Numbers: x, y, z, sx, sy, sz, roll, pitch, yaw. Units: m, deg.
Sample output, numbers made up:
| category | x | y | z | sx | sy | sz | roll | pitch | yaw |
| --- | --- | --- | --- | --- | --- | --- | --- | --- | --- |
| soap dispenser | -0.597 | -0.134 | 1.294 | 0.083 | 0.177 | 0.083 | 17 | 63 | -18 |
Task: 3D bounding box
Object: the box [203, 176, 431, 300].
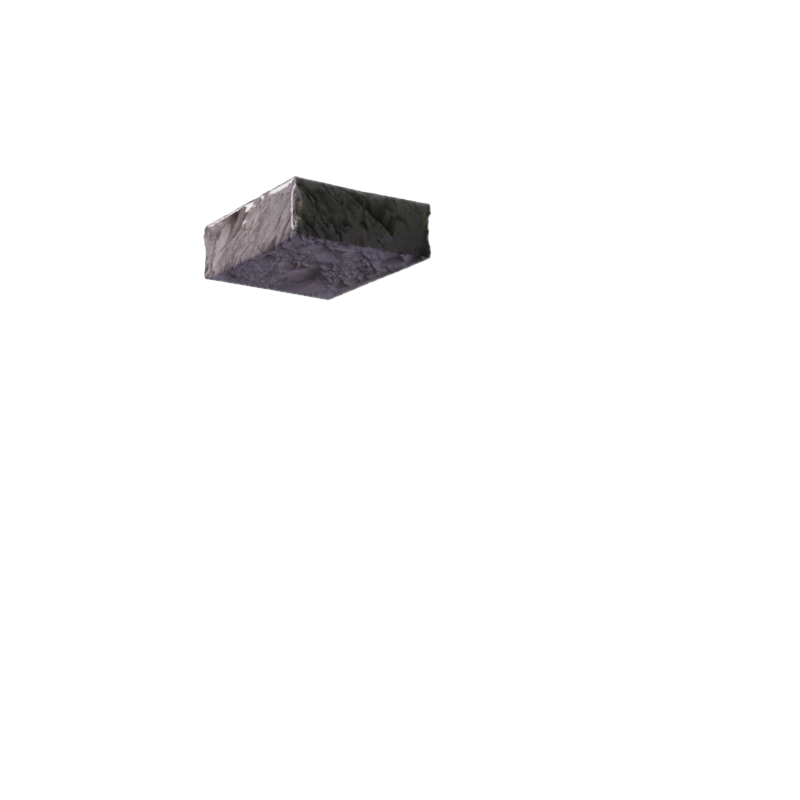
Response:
| category | x | y | z | sx | sy | sz | roll | pitch | yaw |
| --- | --- | --- | --- | --- | --- | --- | --- | --- | --- |
| box | -0.041 | -0.074 | 0.519 | 0.070 | 0.031 | 0.090 | 7 | -12 | -34 |
